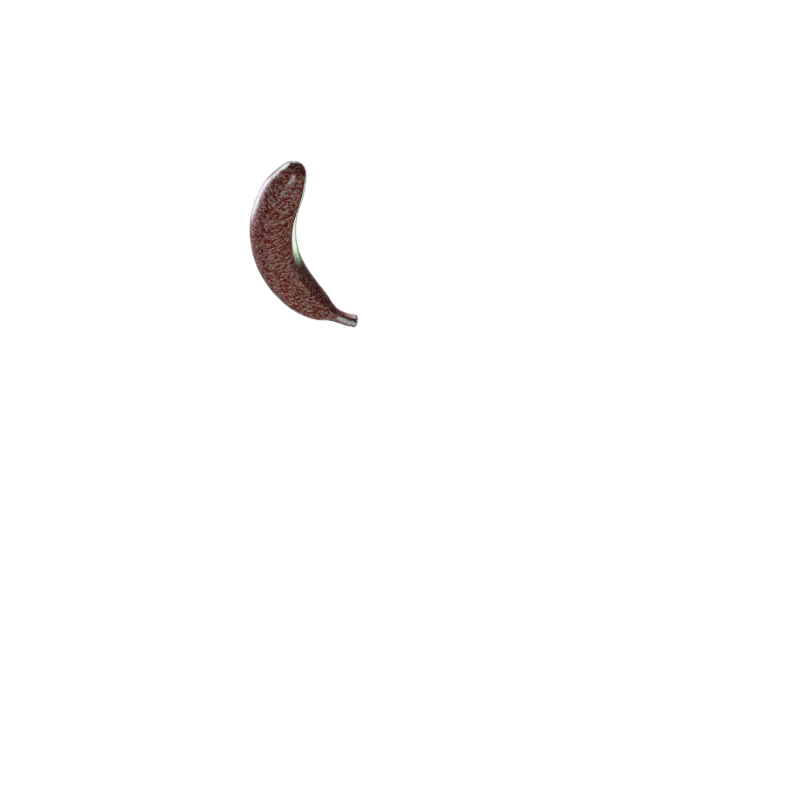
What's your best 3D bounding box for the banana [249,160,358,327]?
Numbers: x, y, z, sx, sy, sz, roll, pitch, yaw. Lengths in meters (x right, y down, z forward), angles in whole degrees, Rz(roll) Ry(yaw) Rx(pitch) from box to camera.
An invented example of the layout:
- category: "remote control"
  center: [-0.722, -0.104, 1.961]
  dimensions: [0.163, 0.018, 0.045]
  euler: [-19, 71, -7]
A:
- category: "banana"
  center: [-0.088, -0.124, 0.906]
  dimensions: [0.070, 0.039, 0.183]
  euler: [-8, -36, 10]
